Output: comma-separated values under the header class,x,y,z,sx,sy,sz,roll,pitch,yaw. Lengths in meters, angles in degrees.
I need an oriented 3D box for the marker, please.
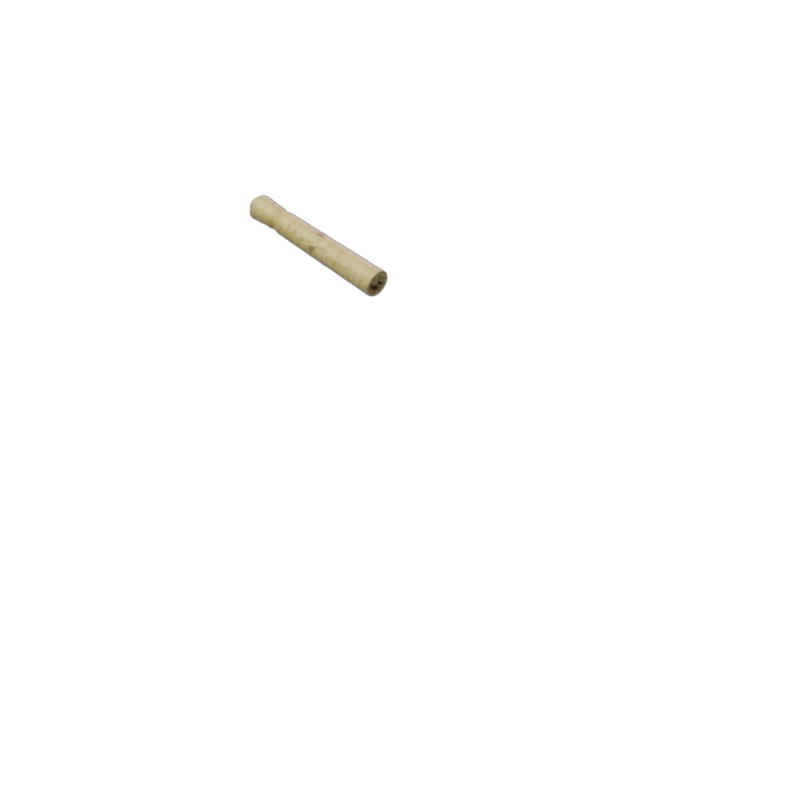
class,x,y,z,sx,sy,sz,roll,pitch,yaw
marker,-0.057,-0.105,0.734,0.129,0.019,0.019,36,25,34
